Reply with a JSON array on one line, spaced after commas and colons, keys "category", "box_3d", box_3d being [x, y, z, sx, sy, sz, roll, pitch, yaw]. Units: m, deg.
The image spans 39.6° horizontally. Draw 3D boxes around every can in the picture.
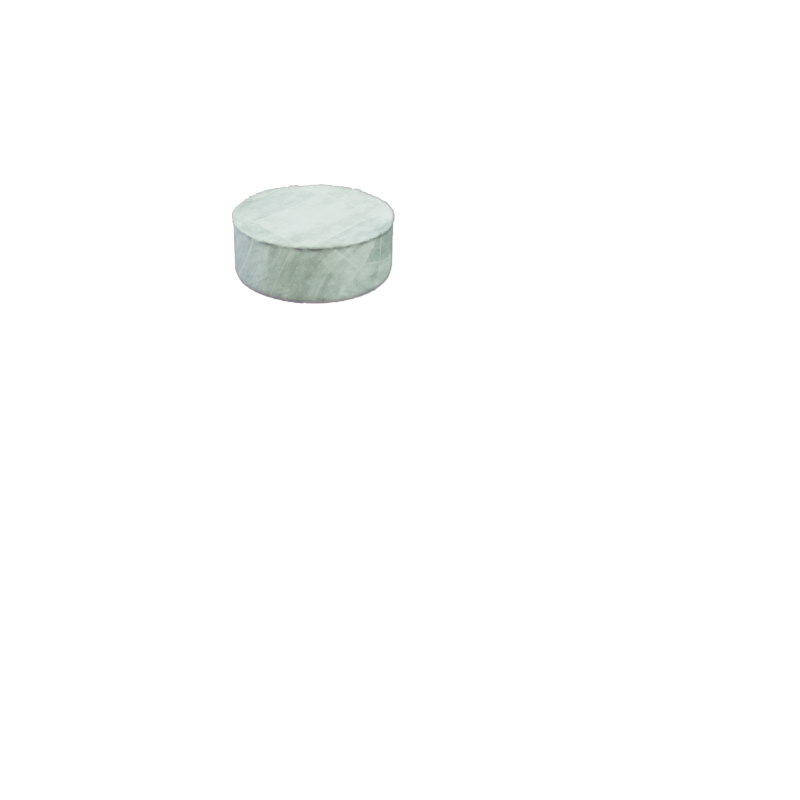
[{"category": "can", "box_3d": [-0.046, -0.084, 0.590, 0.086, 0.032, 0.091, -1, 30, -2]}]
